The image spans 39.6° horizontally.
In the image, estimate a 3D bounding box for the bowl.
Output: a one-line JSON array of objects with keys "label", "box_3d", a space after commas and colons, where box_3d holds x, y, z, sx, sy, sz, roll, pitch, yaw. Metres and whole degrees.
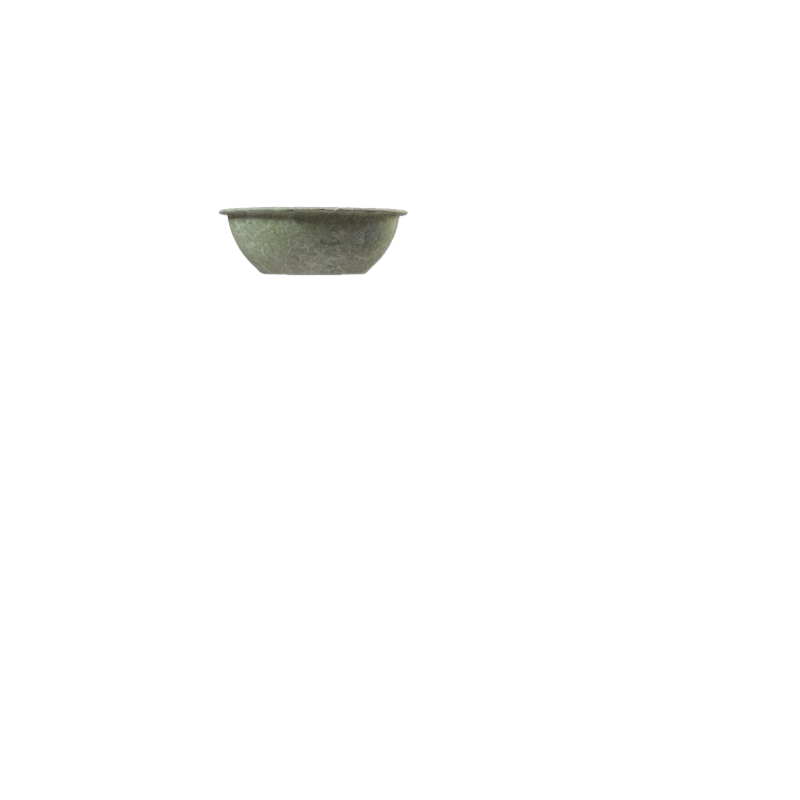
[{"label": "bowl", "box_3d": [-0.074, -0.136, 0.951, 0.162, 0.055, 0.164, 0, 7, -2]}]
